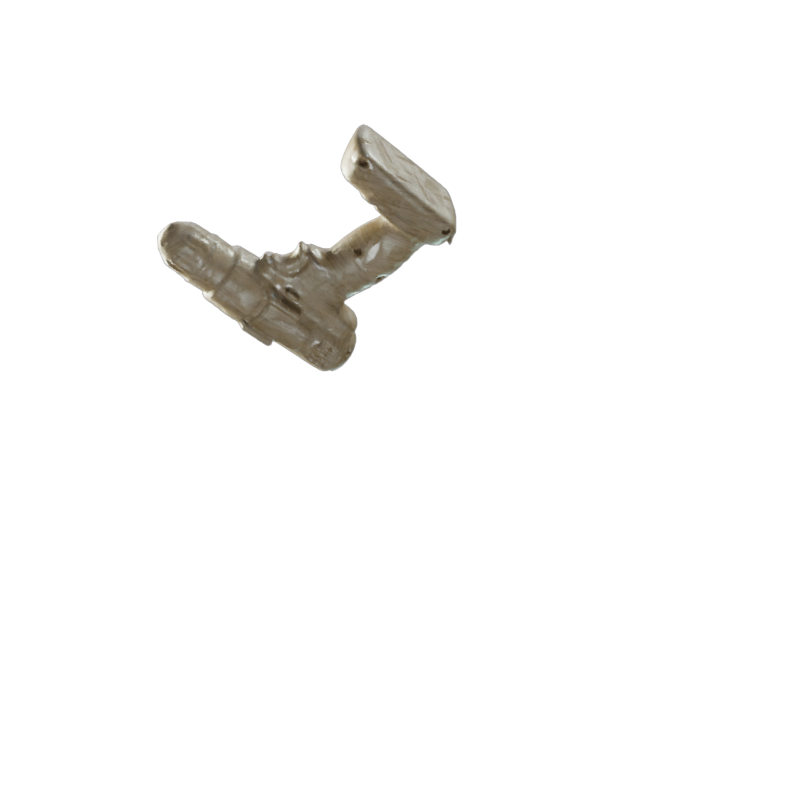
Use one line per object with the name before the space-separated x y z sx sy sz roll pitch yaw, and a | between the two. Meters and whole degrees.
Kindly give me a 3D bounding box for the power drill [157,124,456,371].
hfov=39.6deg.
power drill | -0.066 -0.120 0.842 0.174 0.061 0.185 35 -58 -26
